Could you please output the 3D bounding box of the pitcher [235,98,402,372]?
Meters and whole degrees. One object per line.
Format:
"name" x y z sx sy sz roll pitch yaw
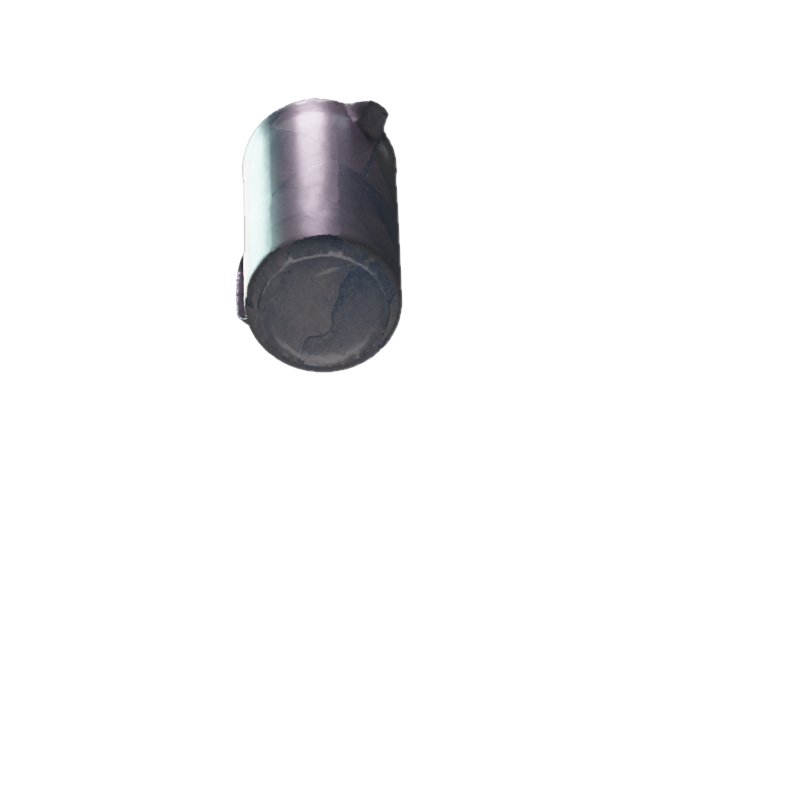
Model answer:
"pitcher" -0.067 -0.122 0.855 0.145 0.140 0.259 -6 33 0
